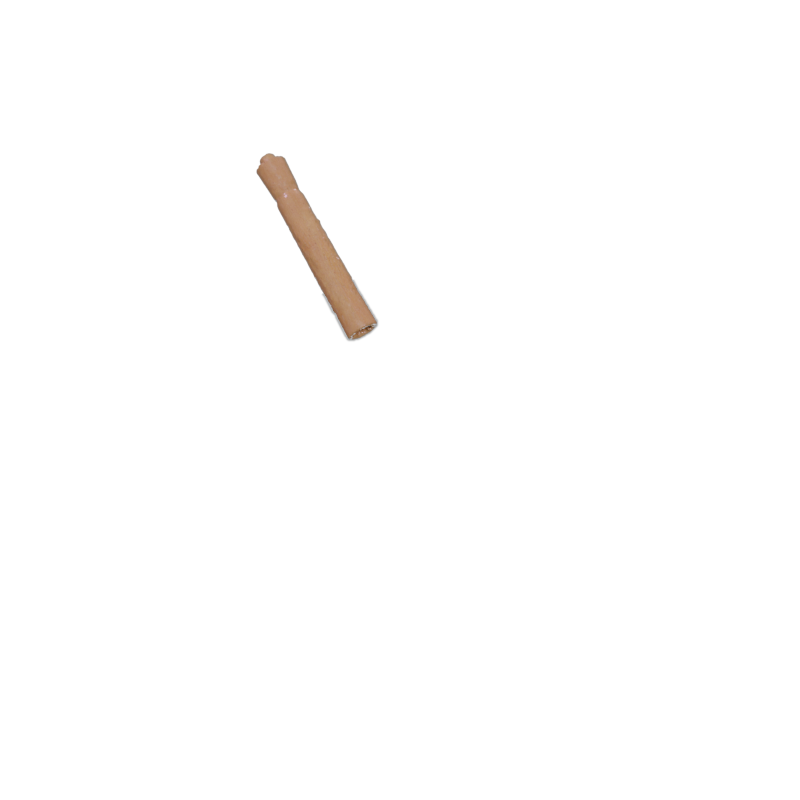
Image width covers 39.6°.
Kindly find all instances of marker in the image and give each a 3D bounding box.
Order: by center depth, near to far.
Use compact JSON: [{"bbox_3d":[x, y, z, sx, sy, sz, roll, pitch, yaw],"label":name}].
[{"bbox_3d":[-0.049,-0.090,0.627,0.020,0.127,0.019,-25,-20,-10],"label":"marker"}]
